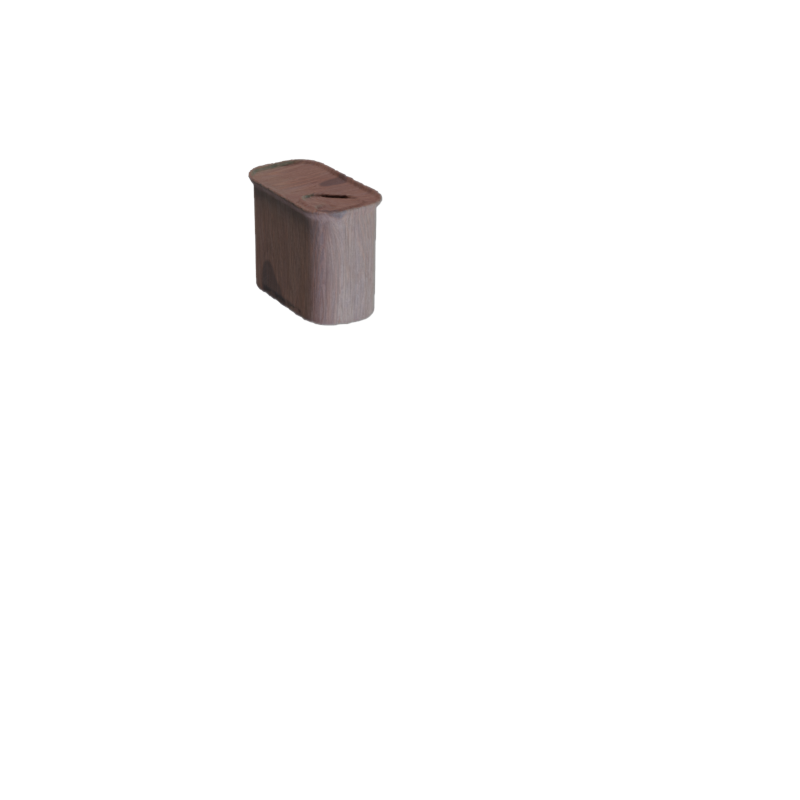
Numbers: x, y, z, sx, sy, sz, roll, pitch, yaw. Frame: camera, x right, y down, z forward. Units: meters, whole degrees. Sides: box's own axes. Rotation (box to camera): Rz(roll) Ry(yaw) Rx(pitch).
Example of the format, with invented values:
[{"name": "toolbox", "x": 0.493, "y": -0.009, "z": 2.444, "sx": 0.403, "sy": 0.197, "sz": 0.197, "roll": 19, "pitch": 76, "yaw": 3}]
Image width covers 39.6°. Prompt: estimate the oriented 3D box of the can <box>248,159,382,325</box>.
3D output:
[{"name": "can", "x": -0.058, "y": -0.107, "z": 0.748, "sx": 0.056, "sy": 0.079, "sz": 0.109, "roll": -16, "pitch": 32, "yaw": -31}]
